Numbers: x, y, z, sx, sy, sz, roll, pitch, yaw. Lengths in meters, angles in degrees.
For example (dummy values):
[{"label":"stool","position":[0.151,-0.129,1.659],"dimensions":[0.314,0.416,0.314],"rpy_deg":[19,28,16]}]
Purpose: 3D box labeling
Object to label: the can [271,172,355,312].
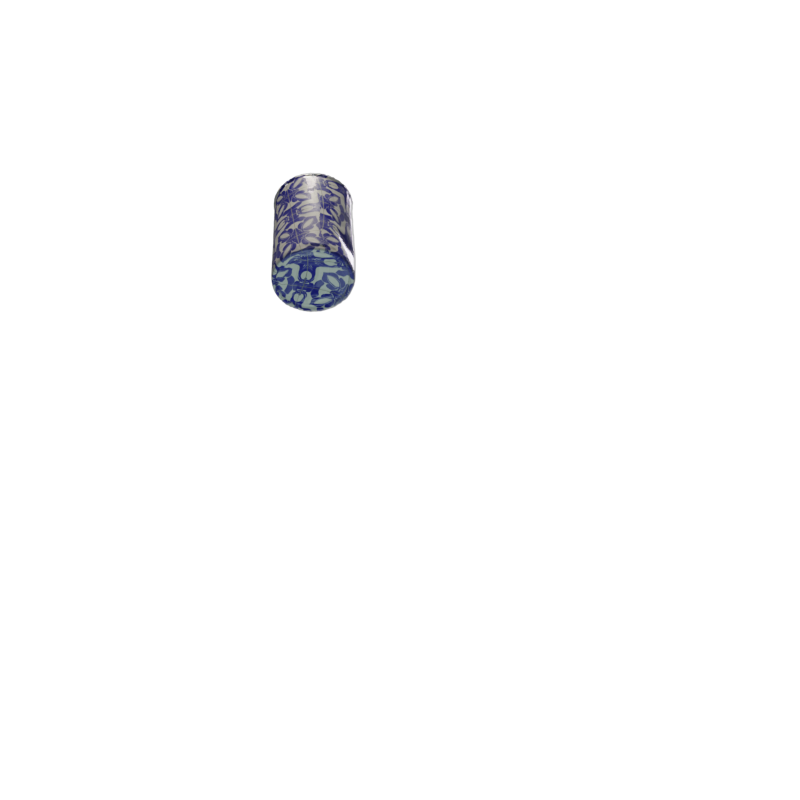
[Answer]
[{"label":"can","position":[-0.071,-0.130,0.911],"dimensions":[0.068,0.064,0.110],"rpy_deg":[-1,43,-3]}]
